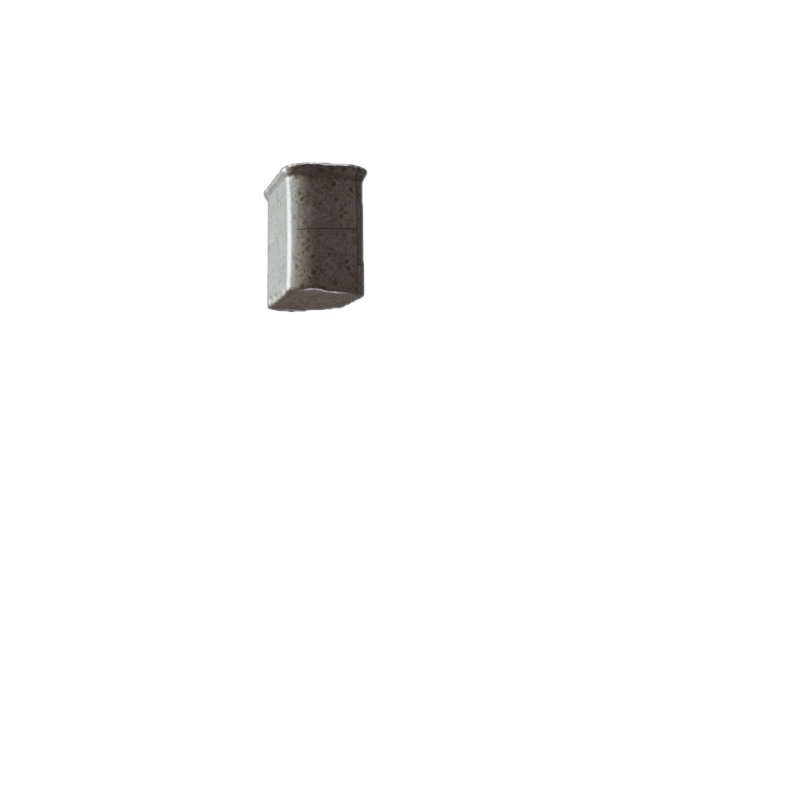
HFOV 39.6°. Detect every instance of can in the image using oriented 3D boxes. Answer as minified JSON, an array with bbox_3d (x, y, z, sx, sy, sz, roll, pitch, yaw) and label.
[{"bbox_3d":[-0.058,-0.106,0.745,0.056,0.086,0.102,2,-7,-16],"label":"can"}]
